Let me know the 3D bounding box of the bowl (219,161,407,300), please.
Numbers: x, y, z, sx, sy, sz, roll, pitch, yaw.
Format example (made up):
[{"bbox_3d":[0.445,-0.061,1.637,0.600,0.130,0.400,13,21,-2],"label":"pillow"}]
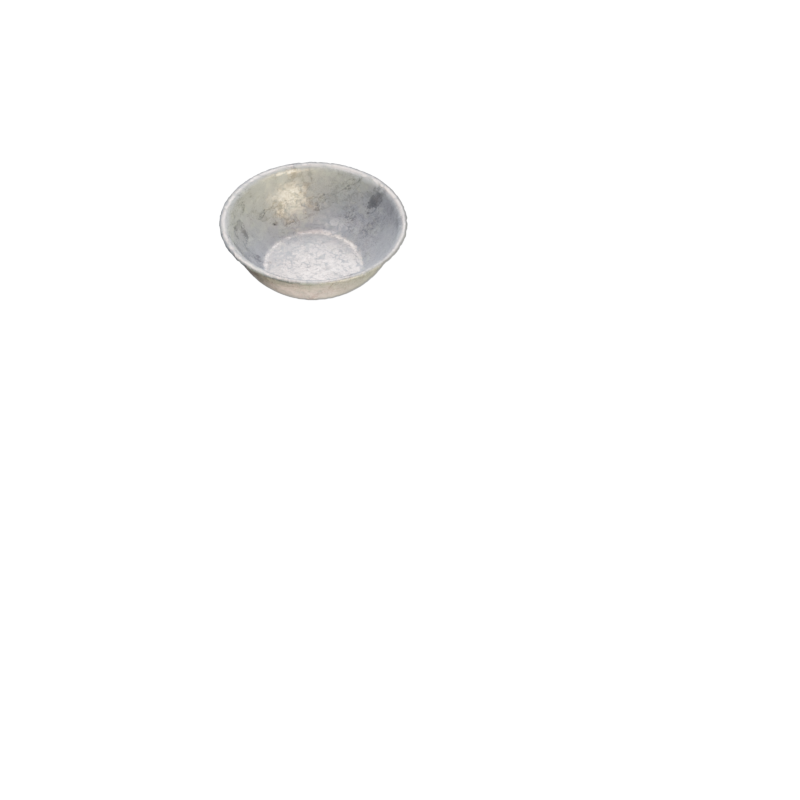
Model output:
[{"bbox_3d":[-0.076,-0.138,0.968,0.162,0.174,0.051,-1,-45,-1],"label":"bowl"}]
